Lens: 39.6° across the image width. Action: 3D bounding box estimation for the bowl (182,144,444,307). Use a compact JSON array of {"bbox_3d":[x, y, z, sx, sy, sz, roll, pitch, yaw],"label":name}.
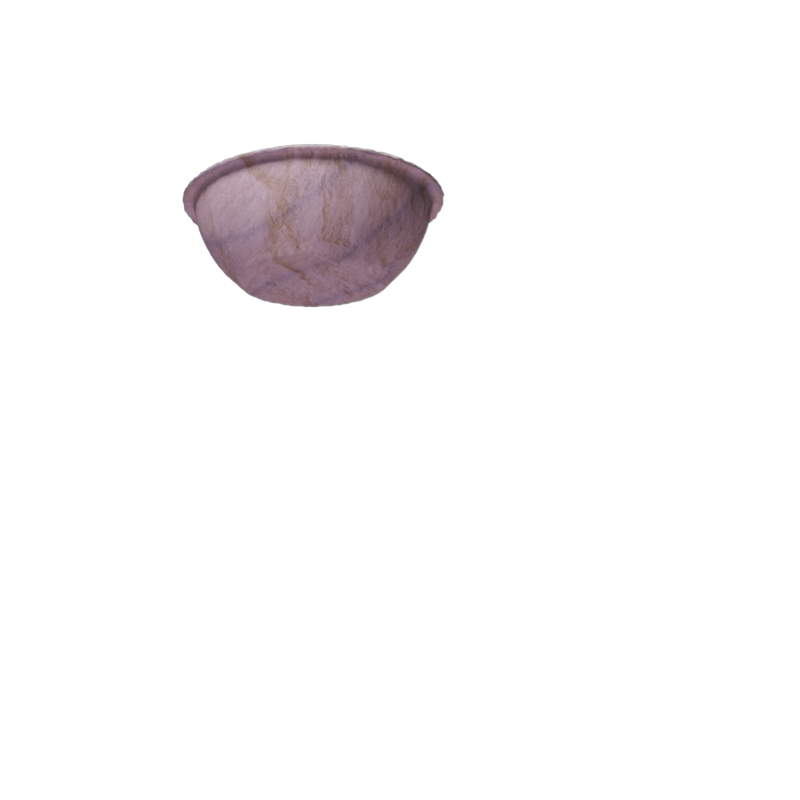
[{"bbox_3d":[-0.053,-0.097,0.680,0.162,0.057,0.155,0,-16,-2],"label":"bowl"}]
